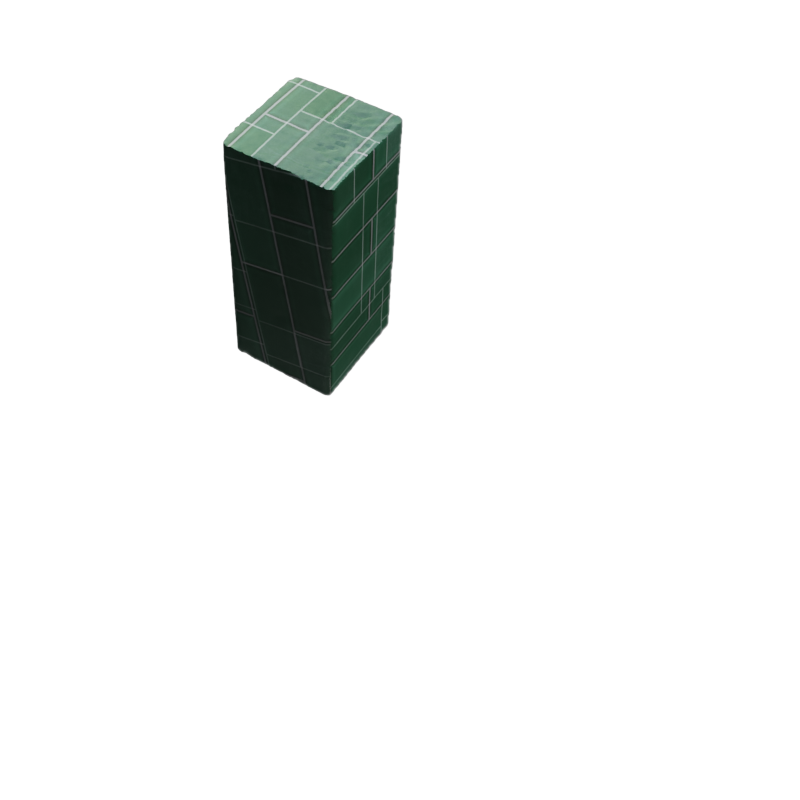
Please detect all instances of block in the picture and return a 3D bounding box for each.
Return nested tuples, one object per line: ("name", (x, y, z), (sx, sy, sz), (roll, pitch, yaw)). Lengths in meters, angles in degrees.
("block", (-0.063, -0.115, 0.799), (0.094, 0.192, 0.093), (26, 52, 18))
